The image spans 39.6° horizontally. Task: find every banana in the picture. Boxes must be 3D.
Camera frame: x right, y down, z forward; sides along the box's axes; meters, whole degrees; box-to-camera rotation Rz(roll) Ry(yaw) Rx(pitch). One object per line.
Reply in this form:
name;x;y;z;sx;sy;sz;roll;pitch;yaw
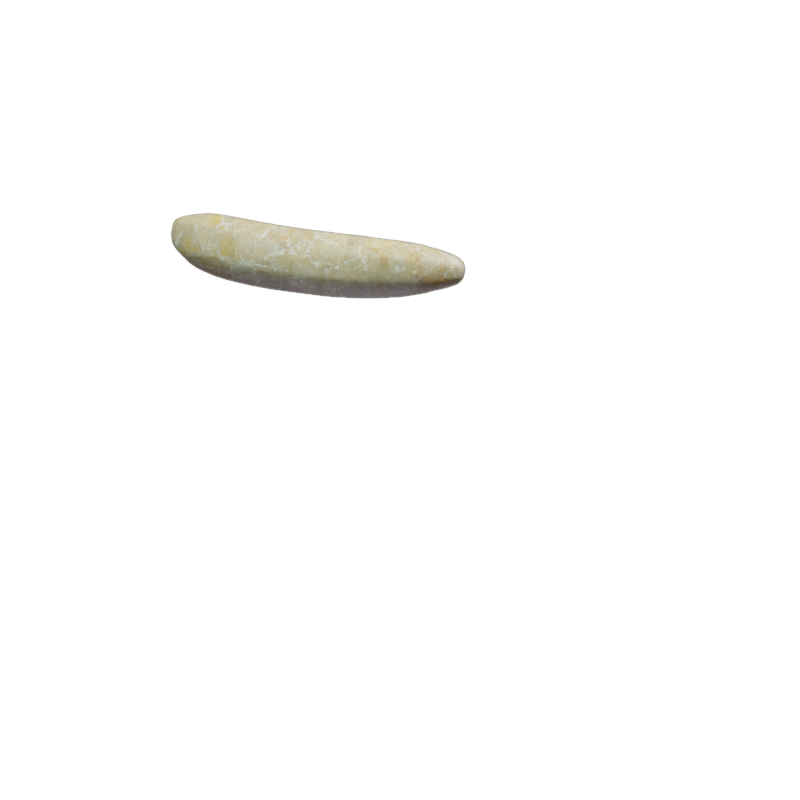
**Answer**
banana;-0.064;-0.089;0.659;0.206;0.035;0.070;14;29;24
